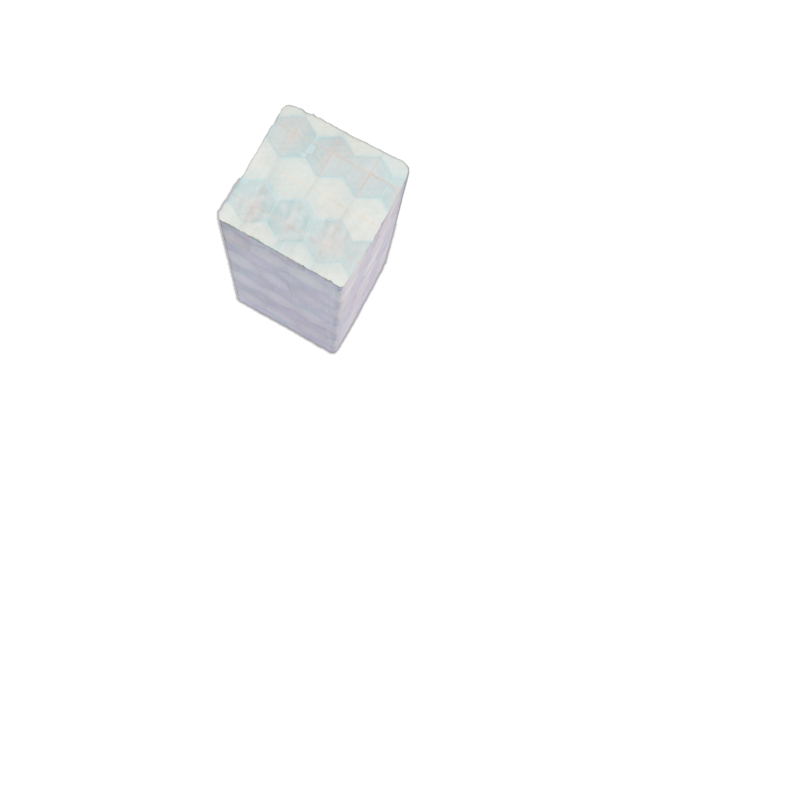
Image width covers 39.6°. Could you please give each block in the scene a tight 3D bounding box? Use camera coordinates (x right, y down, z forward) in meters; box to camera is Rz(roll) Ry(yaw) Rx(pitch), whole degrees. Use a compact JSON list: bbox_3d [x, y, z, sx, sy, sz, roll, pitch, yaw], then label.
[{"bbox_3d":[-0.060,-0.110,0.768,0.092,0.092,0.200,29,-11,2],"label":"block"}]
